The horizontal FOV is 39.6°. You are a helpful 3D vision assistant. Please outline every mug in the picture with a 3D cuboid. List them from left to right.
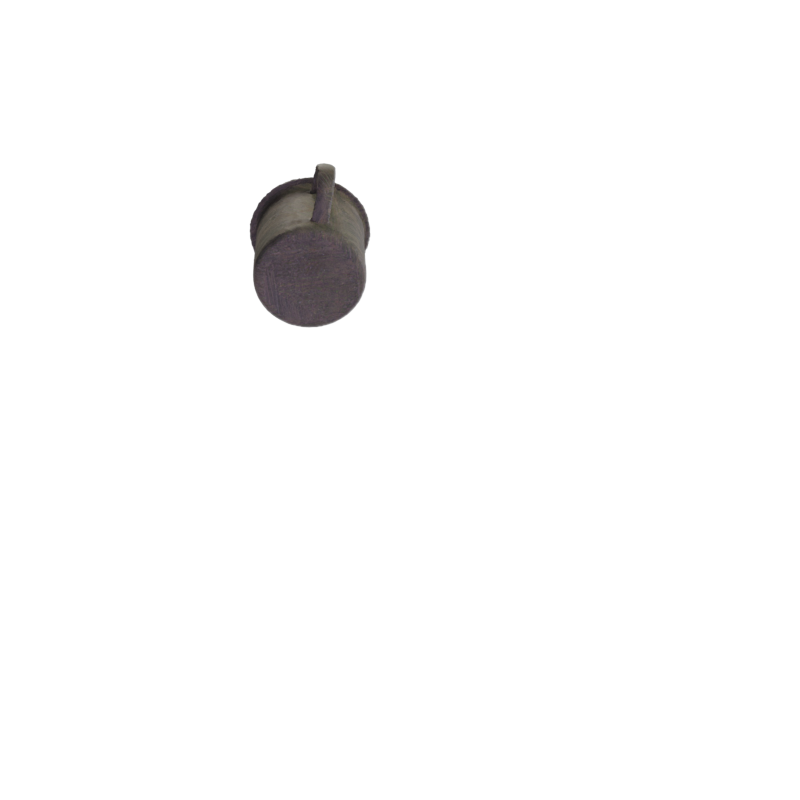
[{"bbox_3d":[-0.064,-0.116,0.816,0.092,0.112,0.087,12,29,-9],"label":"mug"}]
